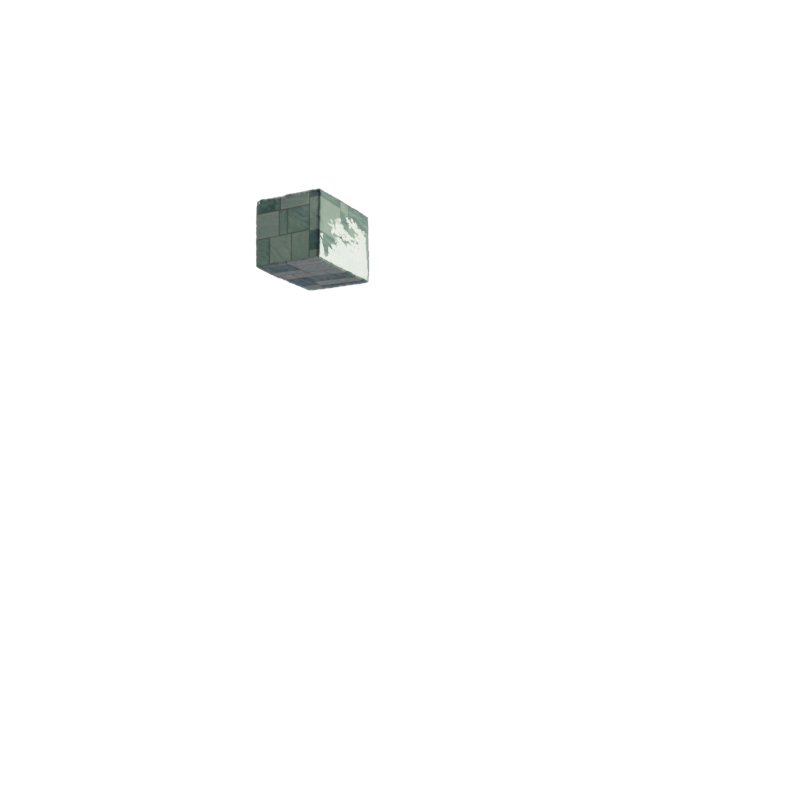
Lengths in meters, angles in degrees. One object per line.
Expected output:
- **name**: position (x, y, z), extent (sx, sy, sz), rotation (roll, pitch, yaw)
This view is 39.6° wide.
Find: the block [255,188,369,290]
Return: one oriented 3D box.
- **block**: position (-0.063, -0.114, 0.799), extent (0.054, 0.053, 0.074), rotation (-7, -13, 26)
